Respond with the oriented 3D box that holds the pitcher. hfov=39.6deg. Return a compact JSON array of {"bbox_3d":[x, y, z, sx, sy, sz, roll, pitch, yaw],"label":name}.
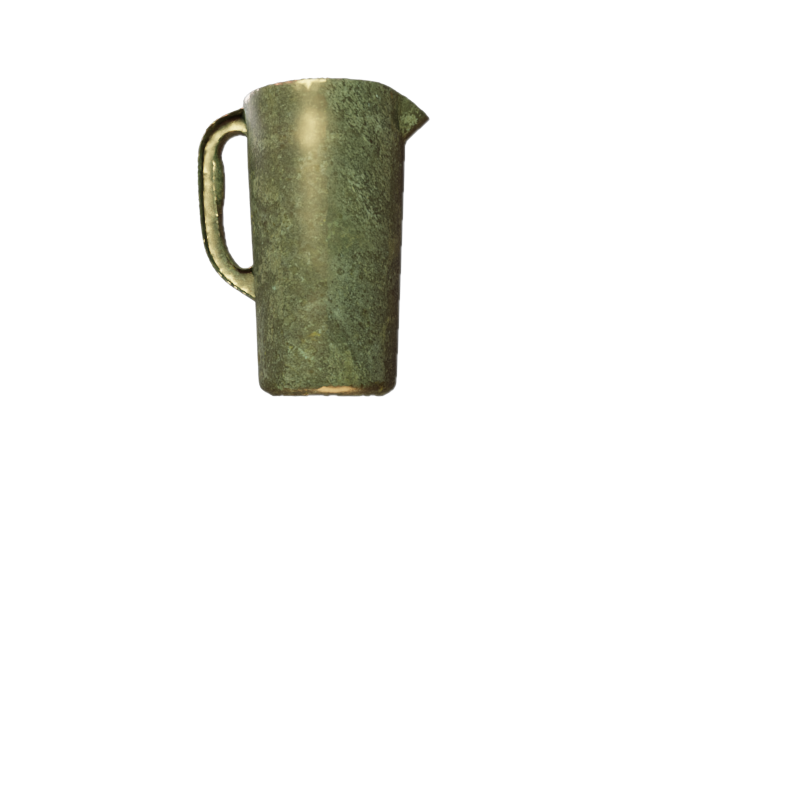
[{"bbox_3d":[-0.069,-0.126,0.881,0.139,0.247,0.153,4,-7,-35],"label":"pitcher"}]
